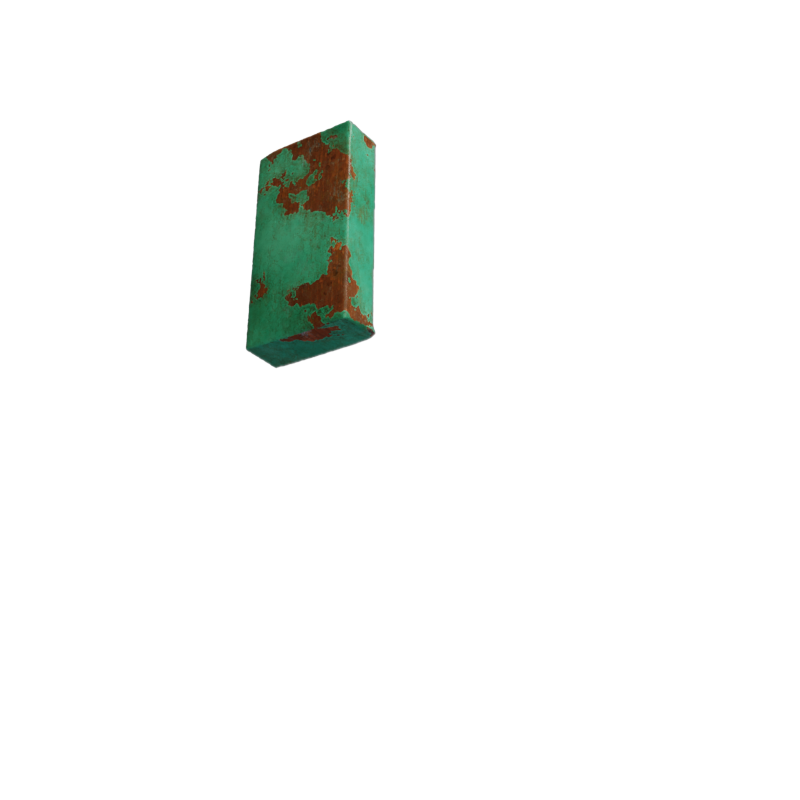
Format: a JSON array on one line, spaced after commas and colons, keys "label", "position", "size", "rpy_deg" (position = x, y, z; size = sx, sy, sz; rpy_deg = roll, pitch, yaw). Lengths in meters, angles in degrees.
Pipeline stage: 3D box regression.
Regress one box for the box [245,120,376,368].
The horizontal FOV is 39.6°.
[{"label": "box", "position": [-0.067, -0.121, 0.846], "size": [0.094, 0.187, 0.045], "rpy_deg": [-19, -32, 28]}]
